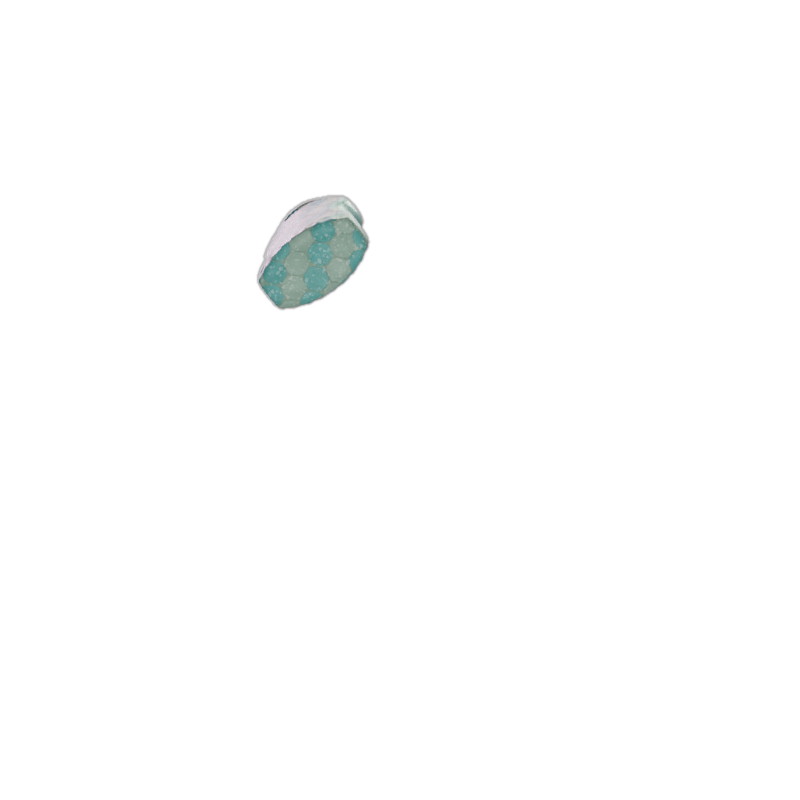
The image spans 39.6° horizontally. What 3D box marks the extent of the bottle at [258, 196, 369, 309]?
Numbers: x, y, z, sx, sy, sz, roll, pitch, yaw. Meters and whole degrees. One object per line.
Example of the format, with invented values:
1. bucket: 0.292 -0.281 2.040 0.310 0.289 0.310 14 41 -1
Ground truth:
1. bottle: -0.078 -0.142 0.997 0.096 0.056 0.199 -37 17 8
